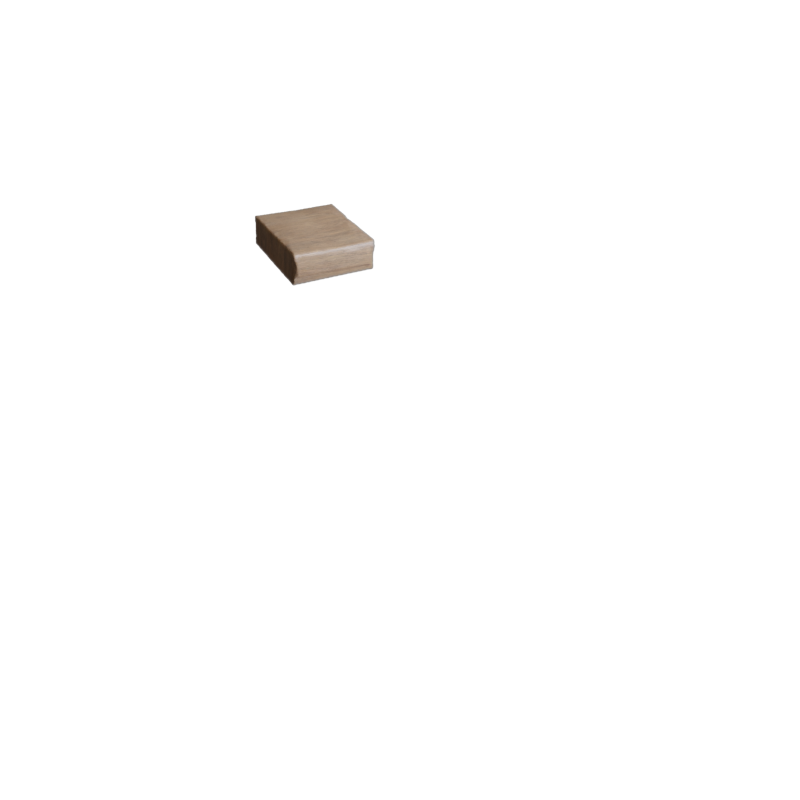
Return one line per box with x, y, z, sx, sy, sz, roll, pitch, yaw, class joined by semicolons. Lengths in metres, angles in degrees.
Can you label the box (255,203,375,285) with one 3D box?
-0.073;-0.132;0.928;0.072;0.028;0.096;-13;33;-22;box
